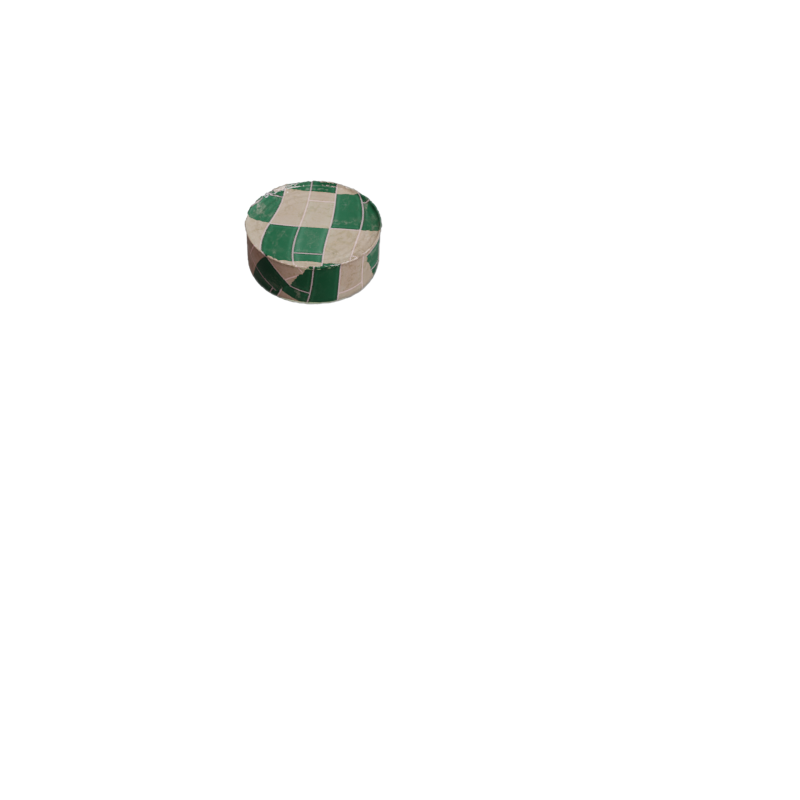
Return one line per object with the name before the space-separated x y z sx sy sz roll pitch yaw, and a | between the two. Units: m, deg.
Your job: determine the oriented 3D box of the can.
can | -0.055 -0.100 0.703 0.086 0.031 0.092 -1 45 -1
